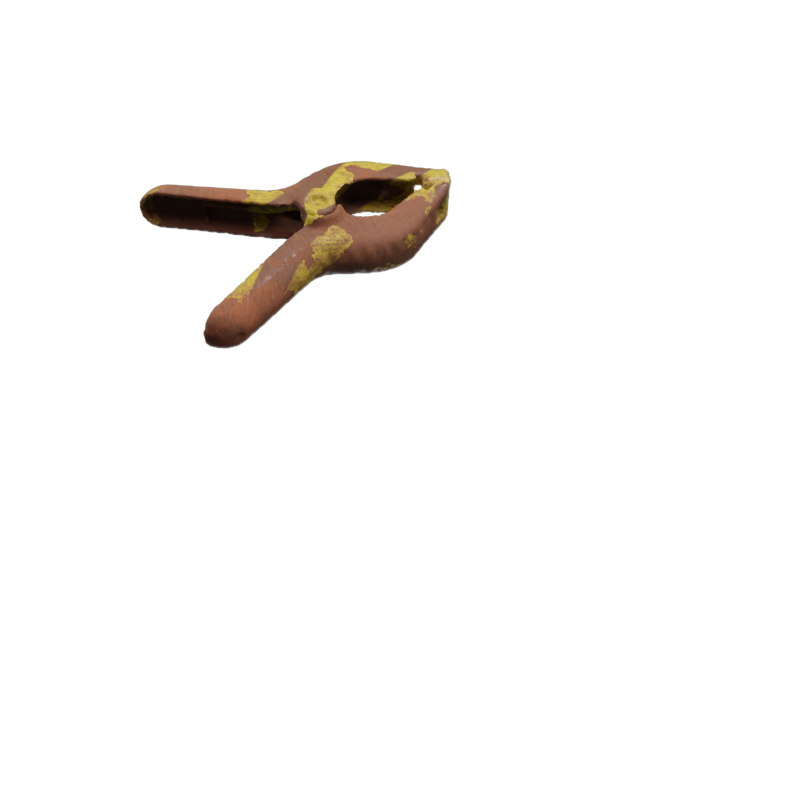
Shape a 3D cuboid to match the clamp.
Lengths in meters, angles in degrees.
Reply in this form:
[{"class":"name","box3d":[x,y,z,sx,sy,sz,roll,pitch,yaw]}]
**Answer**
[{"class":"clamp","box3d":[-0.046,-0.085,0.593,0.170,0.130,0.036,-13,-38,-10]}]
